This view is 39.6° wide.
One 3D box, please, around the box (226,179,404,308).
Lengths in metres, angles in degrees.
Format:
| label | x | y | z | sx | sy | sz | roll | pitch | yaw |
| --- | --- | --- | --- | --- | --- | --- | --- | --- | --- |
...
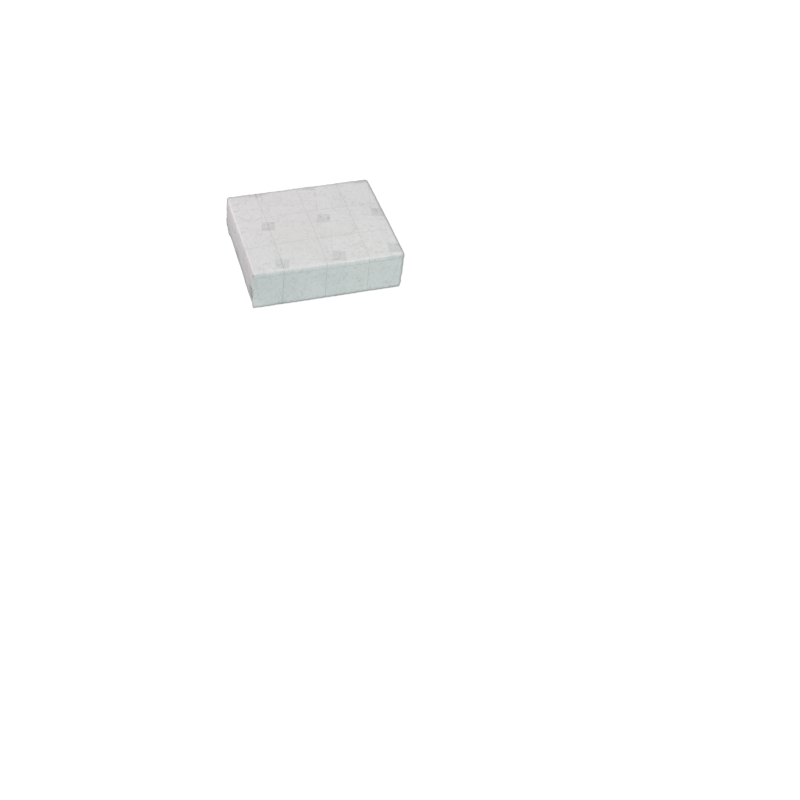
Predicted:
| label | x | y | z | sx | sy | sz | roll | pitch | yaw |
| --- | --- | --- | --- | --- | --- | --- | --- | --- | --- |
| box | -0.064 | -0.116 | 0.811 | 0.112 | 0.036 | 0.097 | -12 | 45 | -12 |
